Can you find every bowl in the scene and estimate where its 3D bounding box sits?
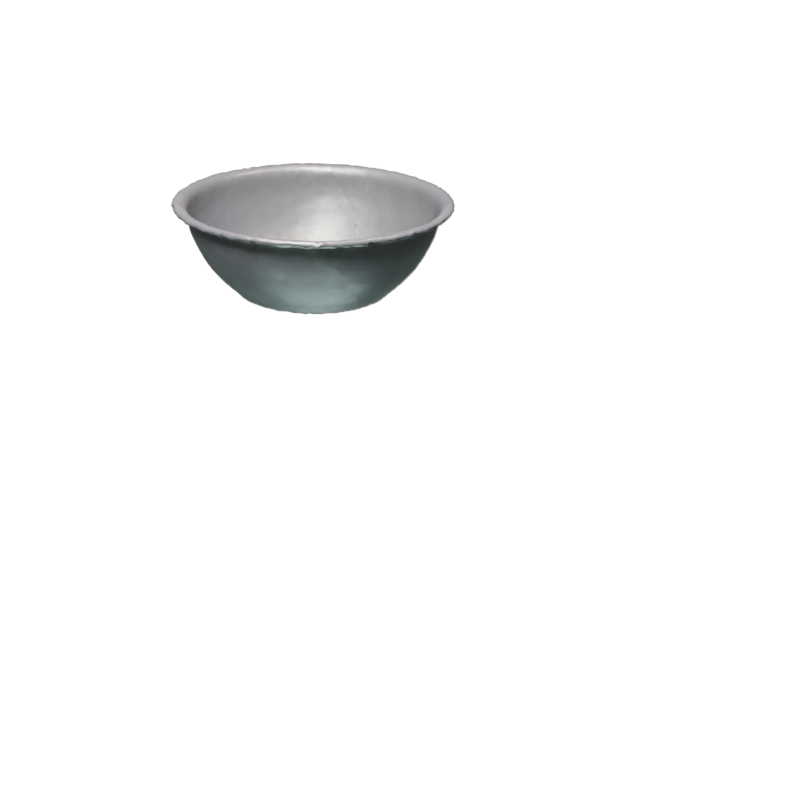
[{"bbox_3d":[-0.050,-0.092,0.645,0.162,0.052,0.171,-1,25,-2],"label":"bowl"}]
